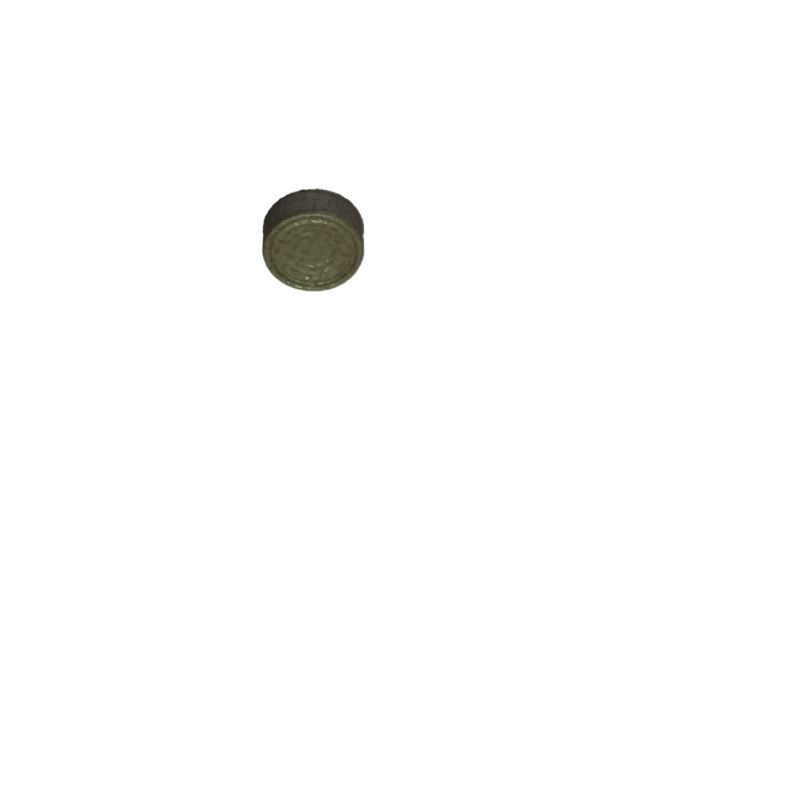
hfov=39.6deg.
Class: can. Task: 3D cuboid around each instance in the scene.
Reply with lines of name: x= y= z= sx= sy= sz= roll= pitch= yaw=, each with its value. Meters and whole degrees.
can: x=-0.072 y=-0.132 z=0.921 sx=0.086 sy=0.080 sz=0.036 roll=1 pitch=41 yaw=-1
